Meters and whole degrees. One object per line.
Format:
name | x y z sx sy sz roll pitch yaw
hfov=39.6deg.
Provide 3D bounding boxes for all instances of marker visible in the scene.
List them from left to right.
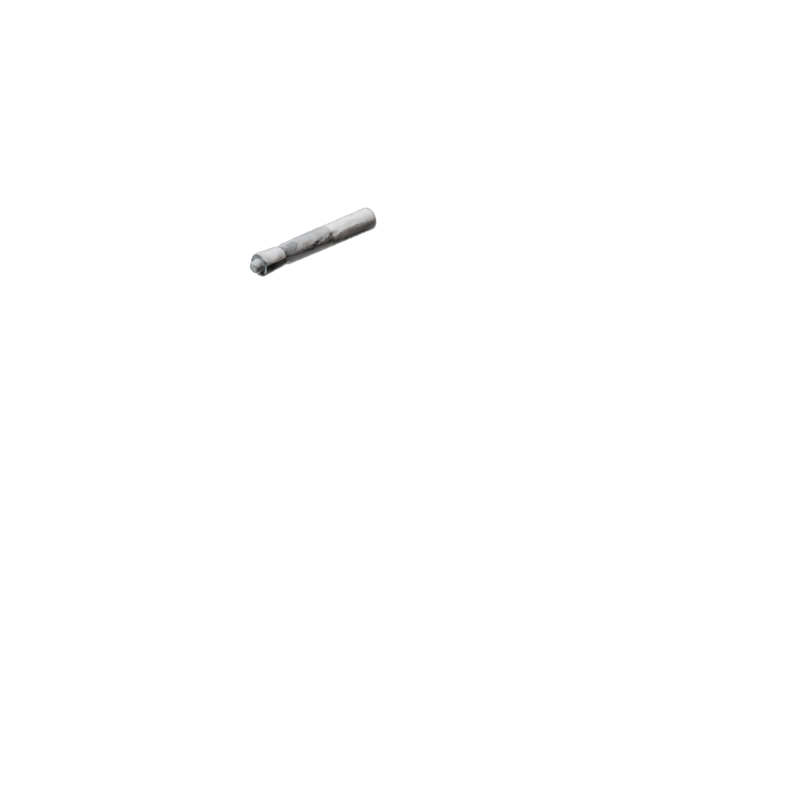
marker | -0.067 -0.123 0.861 0.120 0.019 0.021 -30 22 -36
